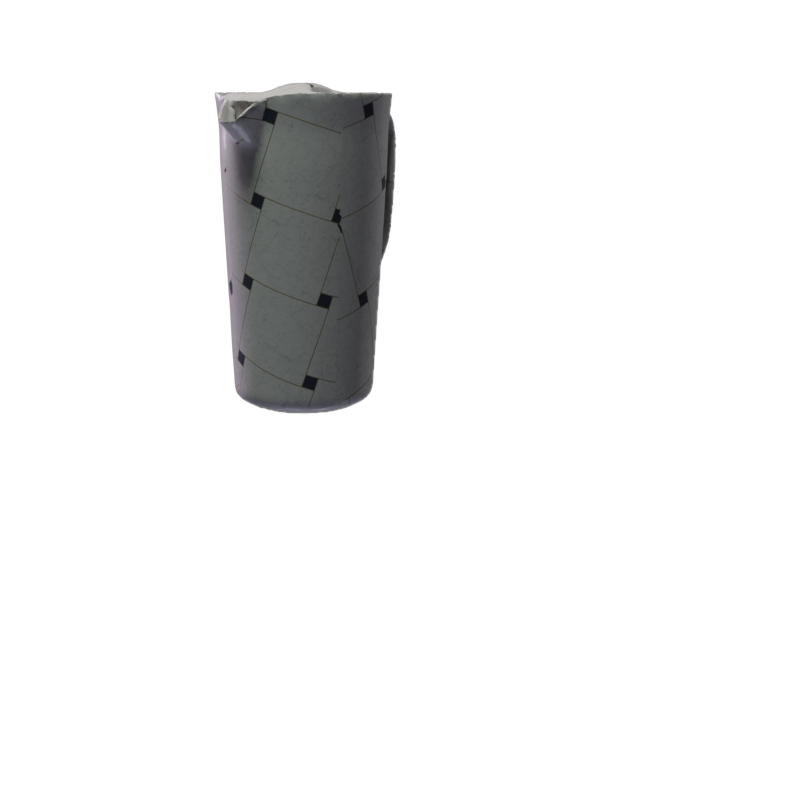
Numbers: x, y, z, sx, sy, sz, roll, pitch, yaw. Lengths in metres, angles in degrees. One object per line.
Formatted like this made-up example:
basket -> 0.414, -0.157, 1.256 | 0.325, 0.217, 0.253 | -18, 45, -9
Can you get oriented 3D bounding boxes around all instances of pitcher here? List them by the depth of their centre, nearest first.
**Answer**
pitcher -> -0.067, -0.122, 0.857 | 0.148, 0.238, 0.150 | -1, 11, -8
